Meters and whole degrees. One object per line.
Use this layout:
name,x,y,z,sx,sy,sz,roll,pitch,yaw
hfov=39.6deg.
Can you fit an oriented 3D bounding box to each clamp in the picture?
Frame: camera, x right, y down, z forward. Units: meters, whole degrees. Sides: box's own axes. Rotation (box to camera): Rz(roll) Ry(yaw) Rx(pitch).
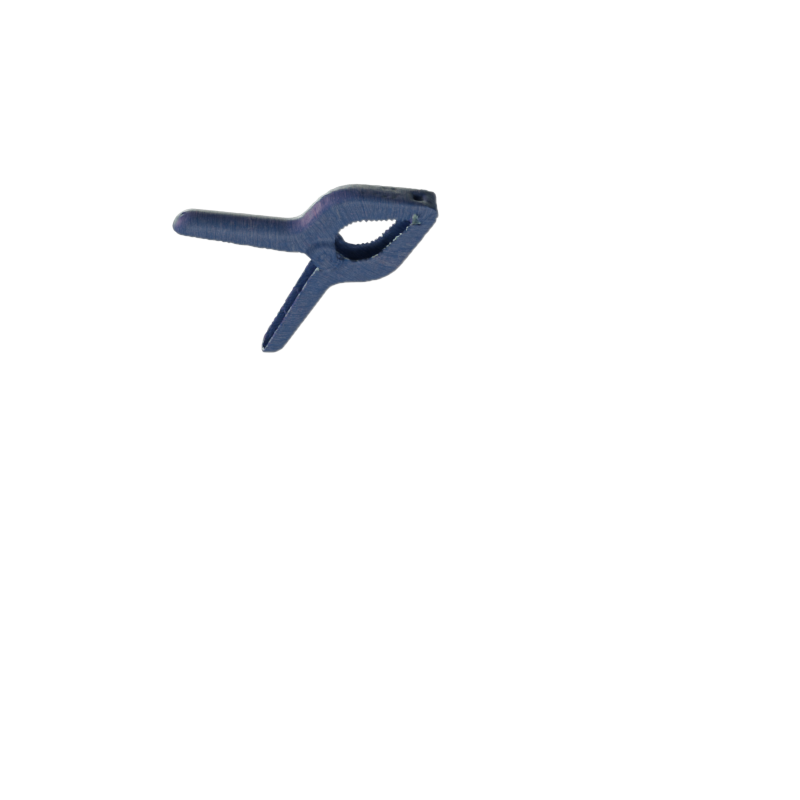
clamp,-0.072,-0.131,0.917,0.210,0.039,0.153,-25,-52,21
